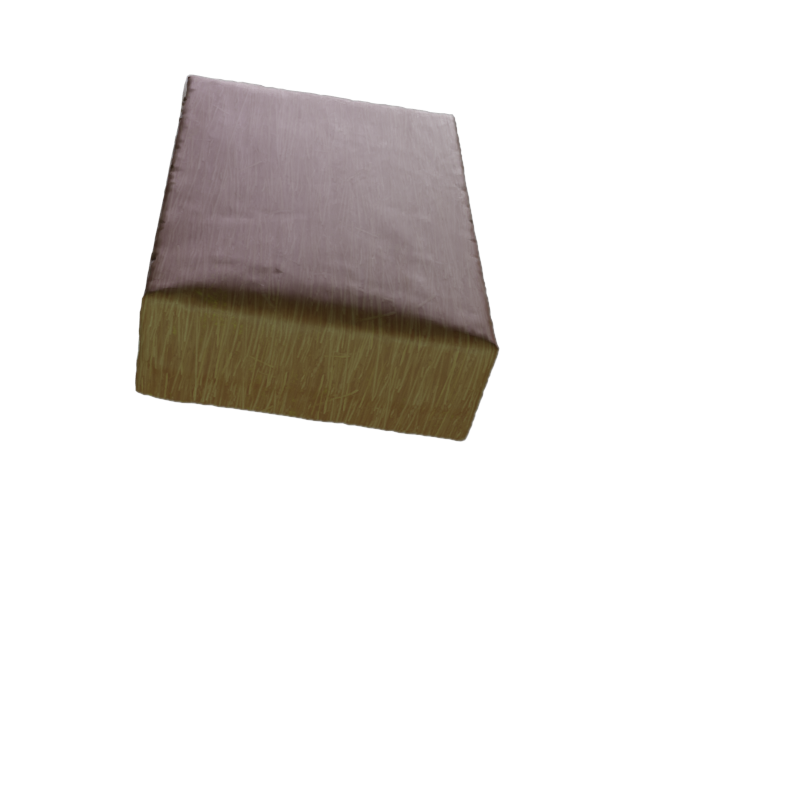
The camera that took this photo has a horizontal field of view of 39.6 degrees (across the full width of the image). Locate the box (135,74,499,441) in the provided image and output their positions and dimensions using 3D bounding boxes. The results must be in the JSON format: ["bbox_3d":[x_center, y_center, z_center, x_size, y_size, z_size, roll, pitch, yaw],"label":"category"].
[{"bbox_3d":[-0.046,-0.085,0.592,0.162,0.068,0.229,7,40,-8],"label":"box"}]
